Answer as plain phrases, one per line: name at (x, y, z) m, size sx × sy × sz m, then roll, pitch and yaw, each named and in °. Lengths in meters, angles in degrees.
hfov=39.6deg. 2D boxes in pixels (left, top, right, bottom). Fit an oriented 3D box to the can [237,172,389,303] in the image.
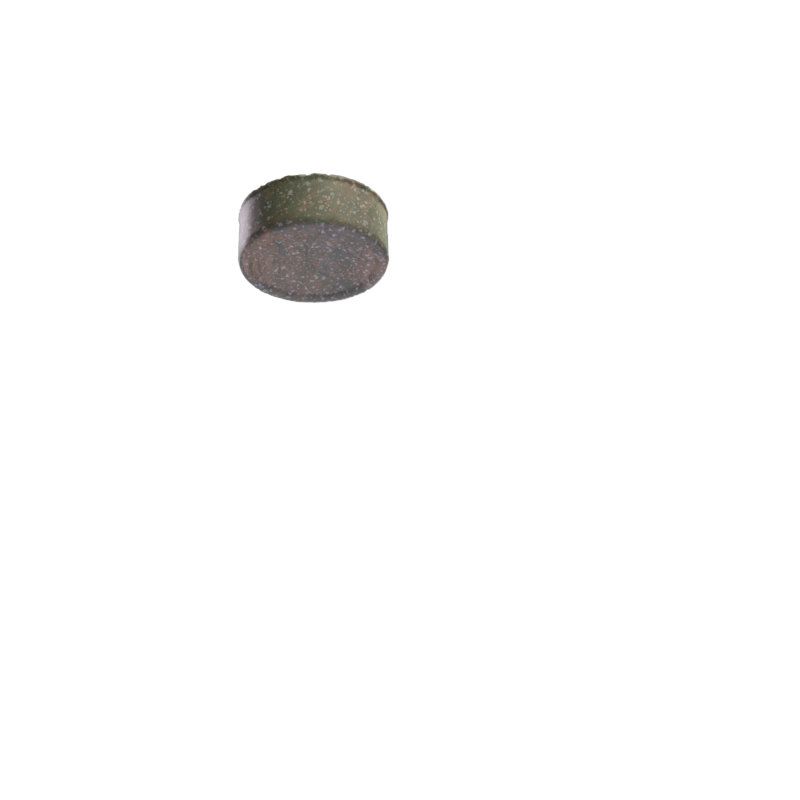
can at (-0.049, -0.089, 0.626) m, size 0.086 × 0.036 × 0.081 m, roll 1°, pitch -28°, yaw -2°
